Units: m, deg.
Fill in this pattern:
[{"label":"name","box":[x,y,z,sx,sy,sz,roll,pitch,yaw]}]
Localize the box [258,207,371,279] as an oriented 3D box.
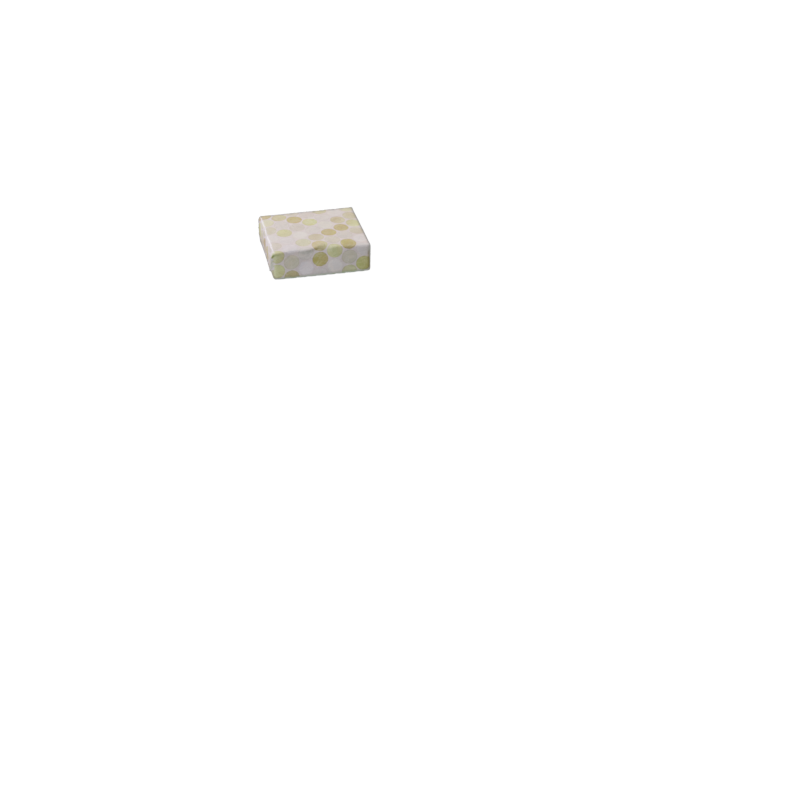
[{"label":"box","box":[-0.077,-0.140,0.984,0.088,0.028,0.079,-7,35,-11]}]
